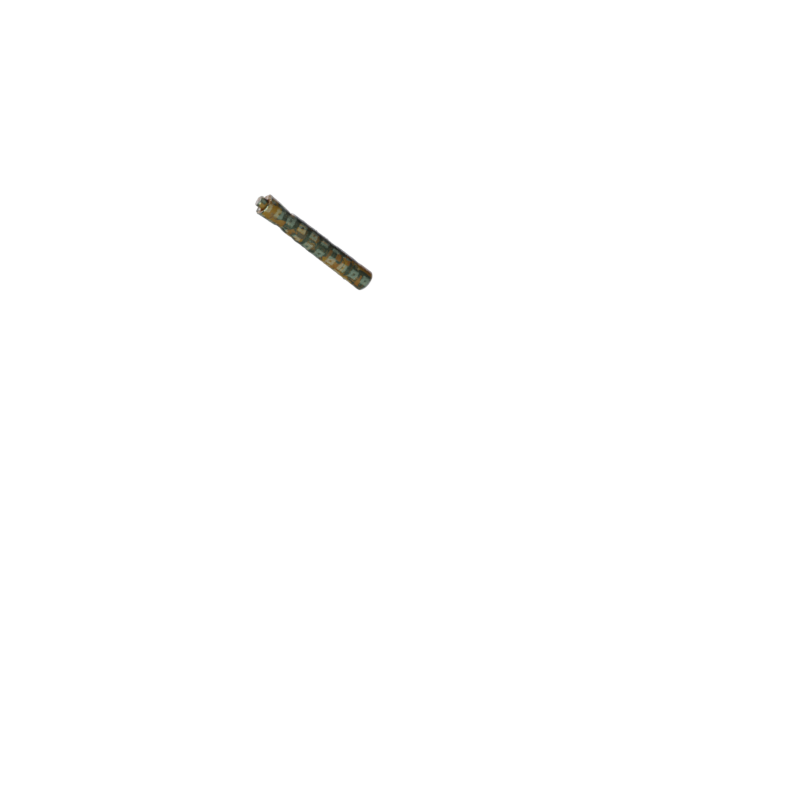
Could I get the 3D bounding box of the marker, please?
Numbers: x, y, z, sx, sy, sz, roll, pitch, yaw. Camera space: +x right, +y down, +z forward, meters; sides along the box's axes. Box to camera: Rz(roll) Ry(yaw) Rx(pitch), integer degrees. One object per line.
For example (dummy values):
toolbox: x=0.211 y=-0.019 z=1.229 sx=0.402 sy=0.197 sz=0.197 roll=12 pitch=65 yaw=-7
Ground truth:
marker: x=-0.071 y=-0.130 z=0.908 sx=0.114 sy=0.020 sz=0.020 roll=35 pitch=-15 yaw=-26
